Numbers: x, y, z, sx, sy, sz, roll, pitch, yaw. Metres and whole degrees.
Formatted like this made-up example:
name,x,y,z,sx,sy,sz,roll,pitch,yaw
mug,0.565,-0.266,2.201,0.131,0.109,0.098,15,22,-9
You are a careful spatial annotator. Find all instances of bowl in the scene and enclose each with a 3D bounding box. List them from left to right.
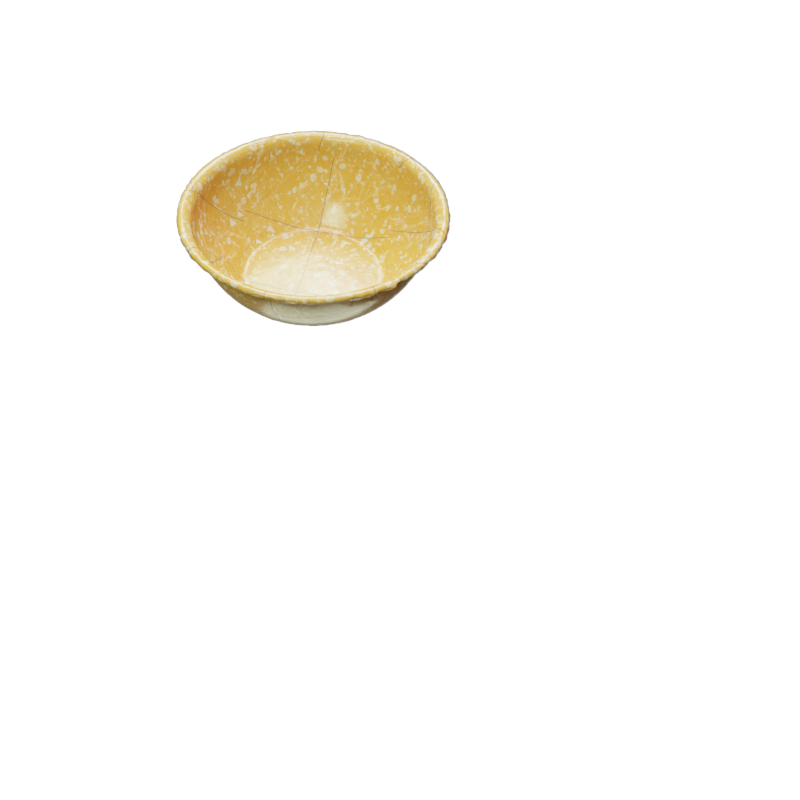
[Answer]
name,x,y,z,sx,sy,sz,roll,pitch,yaw
bowl,-0.052,-0.096,0.670,0.162,0.051,0.174,-1,45,-1
